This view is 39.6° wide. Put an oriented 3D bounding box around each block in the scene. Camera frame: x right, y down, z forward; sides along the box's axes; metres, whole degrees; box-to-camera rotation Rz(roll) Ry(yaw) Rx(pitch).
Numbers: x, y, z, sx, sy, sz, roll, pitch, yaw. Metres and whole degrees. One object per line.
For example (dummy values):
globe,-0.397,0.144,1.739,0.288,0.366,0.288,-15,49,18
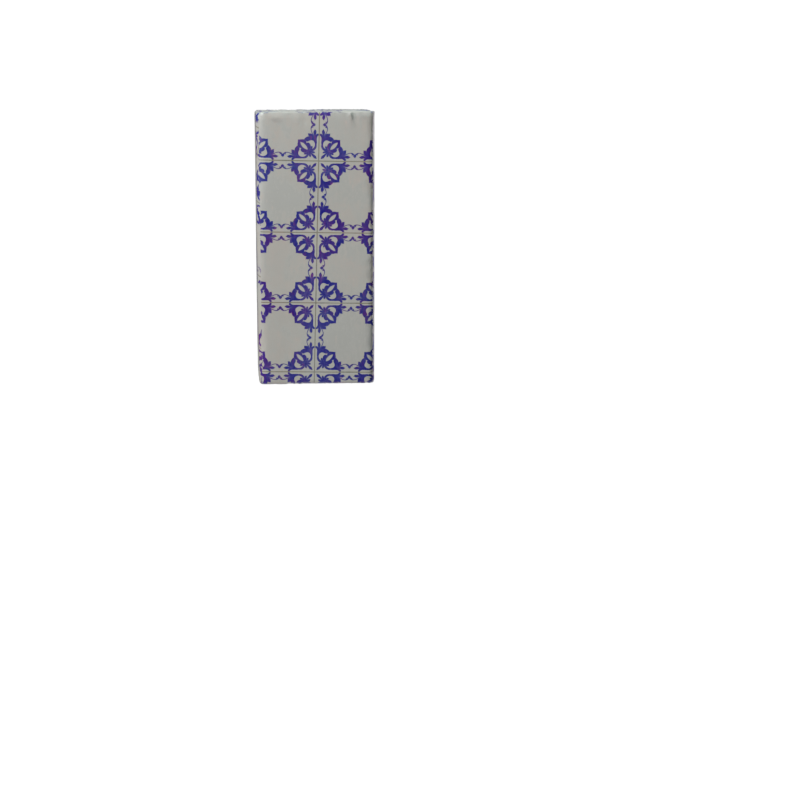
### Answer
block,-0.068,-0.124,0.872,0.090,0.202,0.093,0,10,-5
